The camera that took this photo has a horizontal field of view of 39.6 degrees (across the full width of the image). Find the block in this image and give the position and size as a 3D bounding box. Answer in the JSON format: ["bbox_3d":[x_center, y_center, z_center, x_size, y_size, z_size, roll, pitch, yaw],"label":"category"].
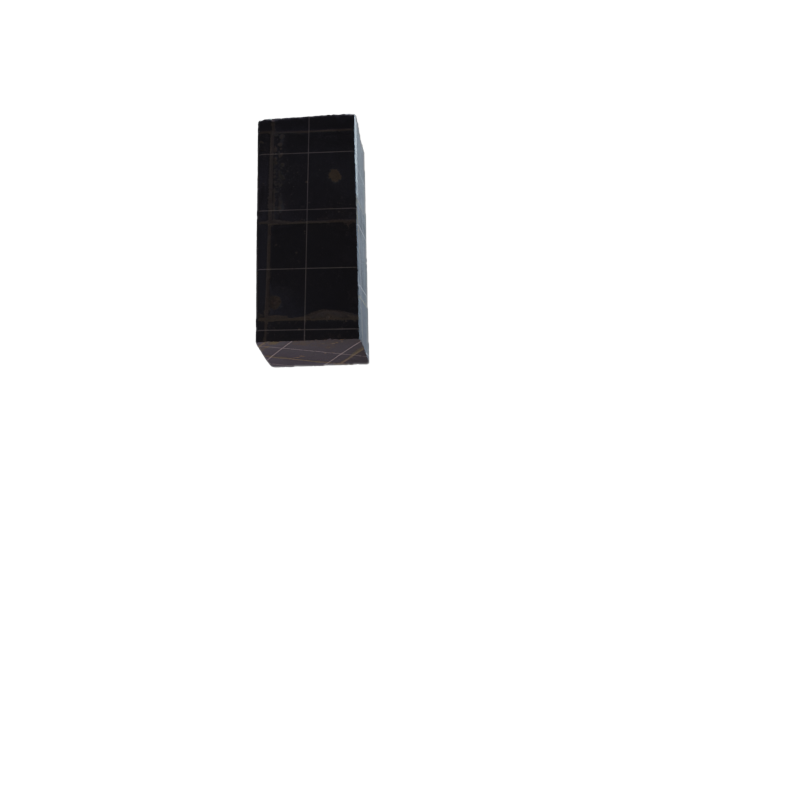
[{"bbox_3d":[-0.078,-0.141,0.989,0.091,0.216,0.086,-3,-19,5],"label":"block"}]
